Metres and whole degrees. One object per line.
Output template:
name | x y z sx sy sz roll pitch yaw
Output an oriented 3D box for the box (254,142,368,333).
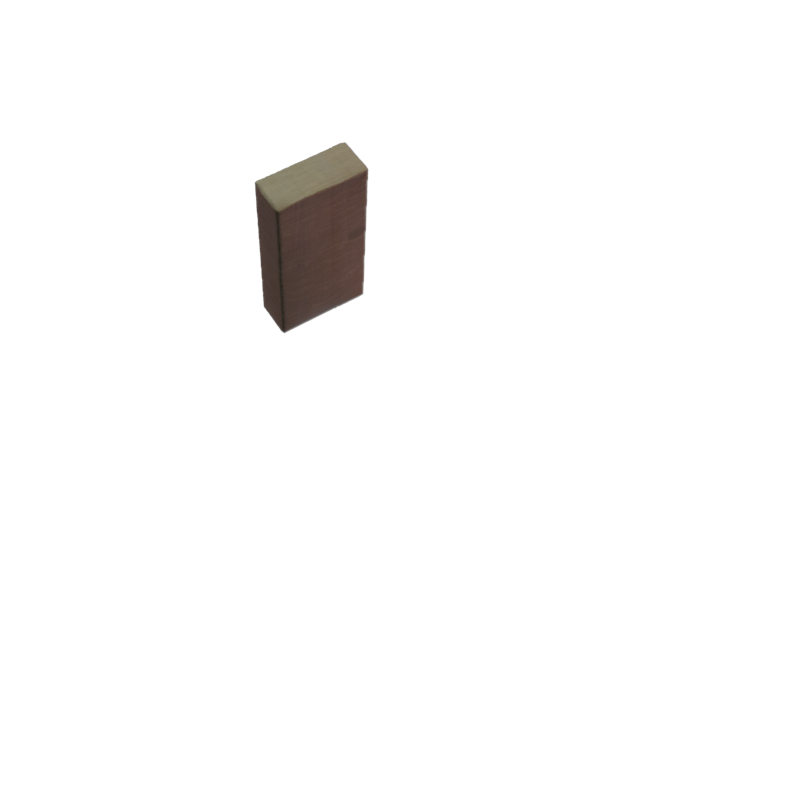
box | -0.078 -0.142 0.993 0.093 0.051 0.165 -28 -26 -19
